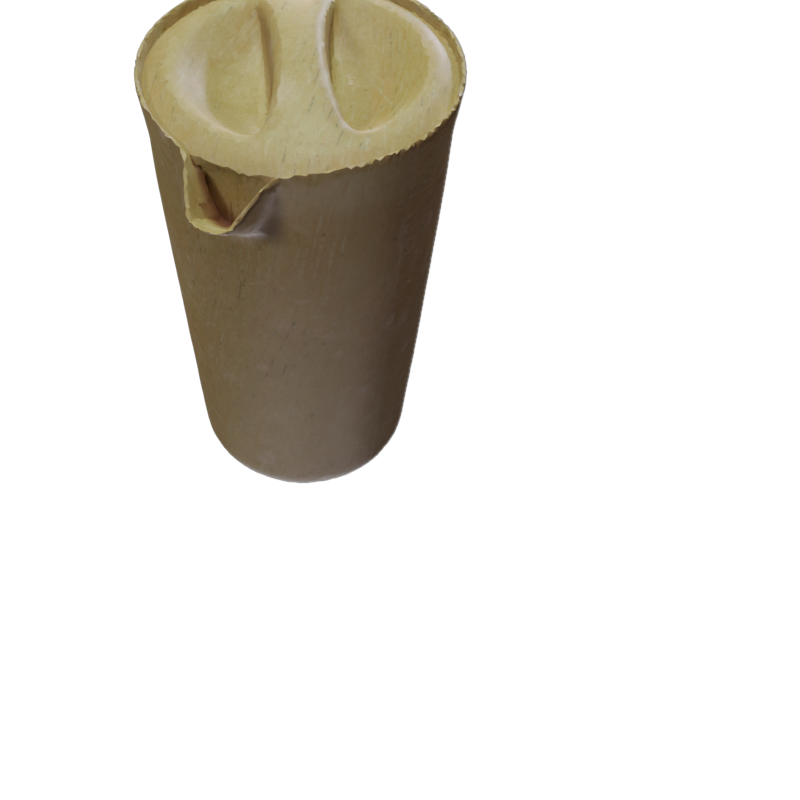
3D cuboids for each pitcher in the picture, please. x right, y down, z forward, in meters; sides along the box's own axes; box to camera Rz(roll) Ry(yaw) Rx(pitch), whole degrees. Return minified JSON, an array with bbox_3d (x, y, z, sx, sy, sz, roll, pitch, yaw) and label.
[{"bbox_3d":[-0.042,-0.076,0.533,0.148,0.157,0.226,-18,-36,-17],"label":"pitcher"}]
